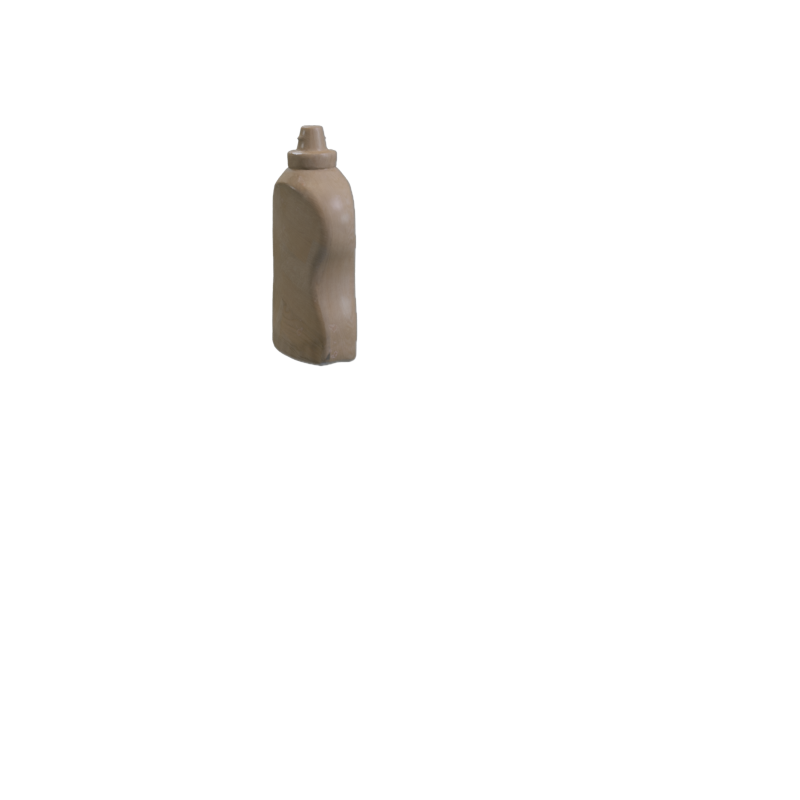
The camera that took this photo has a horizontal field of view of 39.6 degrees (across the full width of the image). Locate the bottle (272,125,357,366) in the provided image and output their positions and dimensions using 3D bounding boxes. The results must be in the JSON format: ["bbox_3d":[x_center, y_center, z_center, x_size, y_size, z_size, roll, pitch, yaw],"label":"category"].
[{"bbox_3d":[-0.072,-0.131,0.919,0.057,0.187,0.101,-5,13,-29],"label":"bottle"}]
